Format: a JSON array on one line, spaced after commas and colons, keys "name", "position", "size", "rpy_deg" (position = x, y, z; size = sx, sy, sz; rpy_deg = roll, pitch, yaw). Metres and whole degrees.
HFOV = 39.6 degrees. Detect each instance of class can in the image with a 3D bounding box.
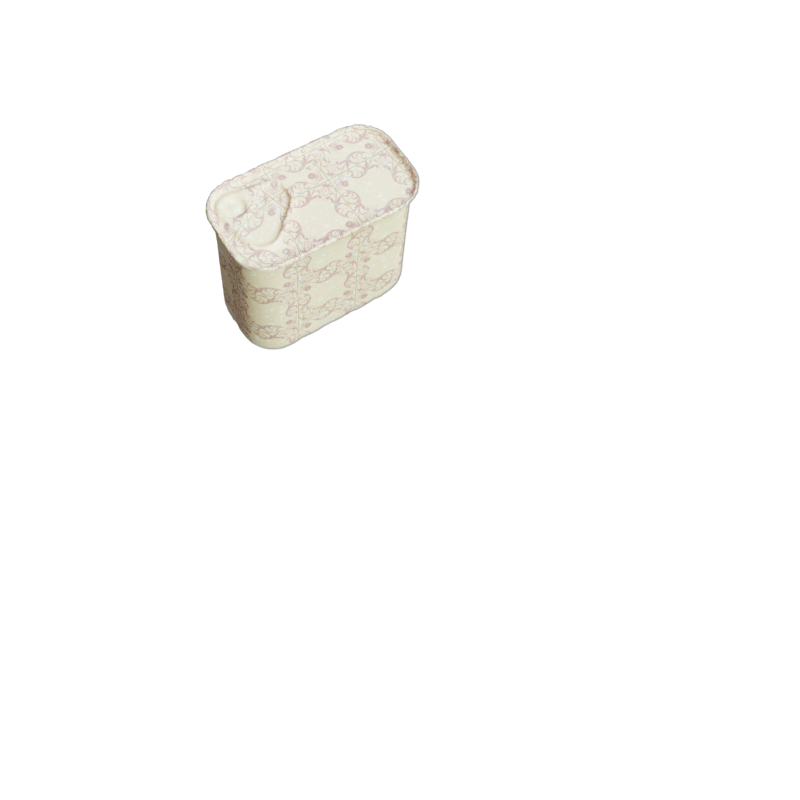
[{"name": "can", "position": [-0.044, -0.081, 0.566], "size": [0.102, 0.061, 0.079], "rpy_deg": [-28, -25, -17]}]
